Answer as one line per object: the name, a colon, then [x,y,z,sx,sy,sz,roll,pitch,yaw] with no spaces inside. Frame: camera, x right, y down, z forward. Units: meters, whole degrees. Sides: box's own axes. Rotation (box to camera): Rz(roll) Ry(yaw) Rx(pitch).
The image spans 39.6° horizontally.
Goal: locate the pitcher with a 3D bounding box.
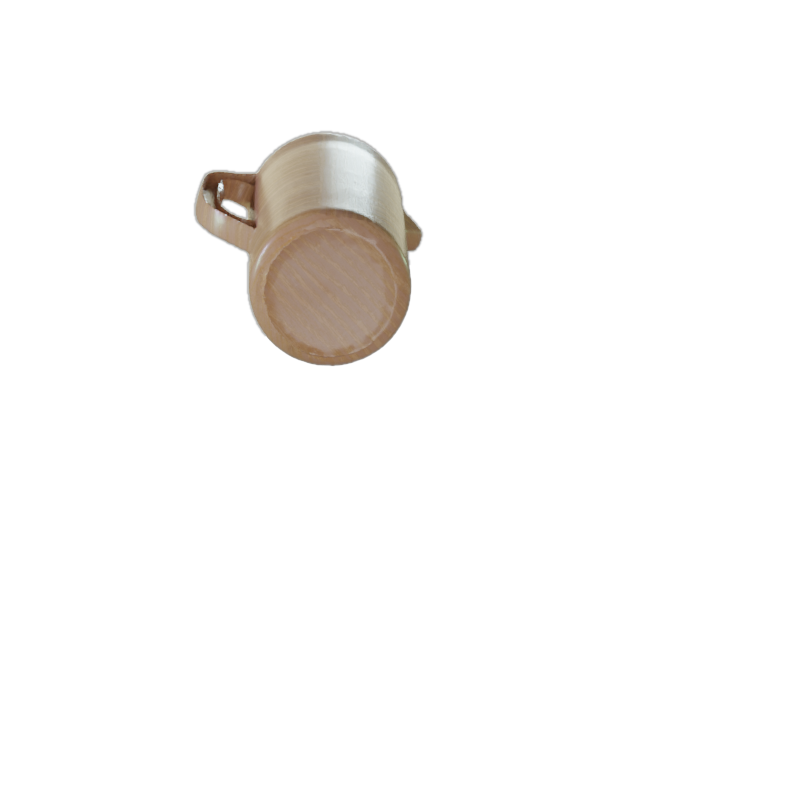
pitcher: [-0.065,-0.119,0.836,0.149,0.139,0.254,-26,20,6]
